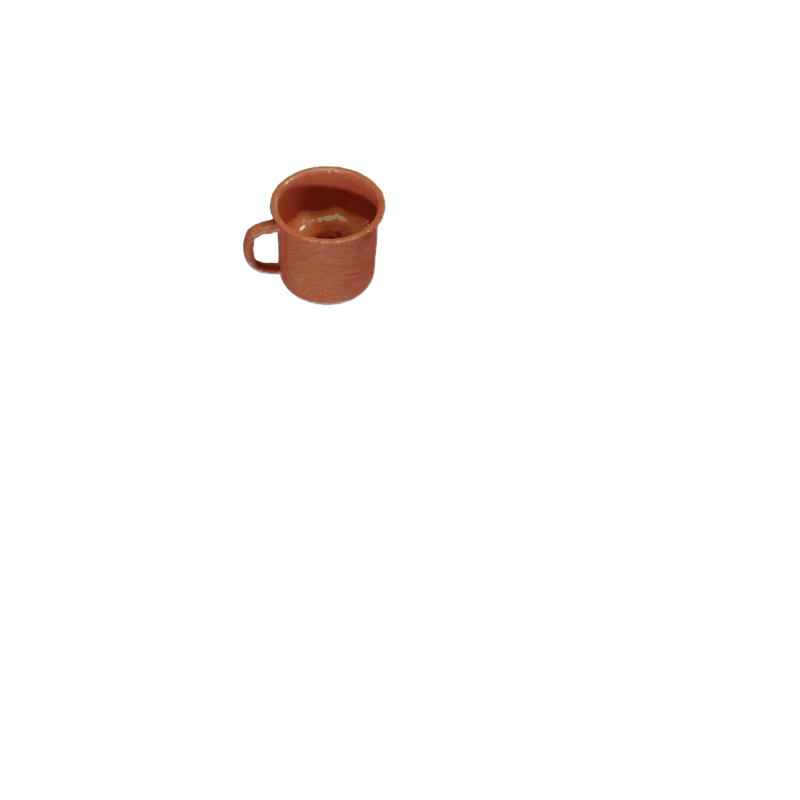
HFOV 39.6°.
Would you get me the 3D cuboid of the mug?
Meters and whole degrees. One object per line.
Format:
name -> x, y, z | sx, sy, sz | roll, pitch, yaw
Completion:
mug -> -0.072, -0.131, 0.914 | 0.116, 0.101, 0.076 | -13, -40, -12
